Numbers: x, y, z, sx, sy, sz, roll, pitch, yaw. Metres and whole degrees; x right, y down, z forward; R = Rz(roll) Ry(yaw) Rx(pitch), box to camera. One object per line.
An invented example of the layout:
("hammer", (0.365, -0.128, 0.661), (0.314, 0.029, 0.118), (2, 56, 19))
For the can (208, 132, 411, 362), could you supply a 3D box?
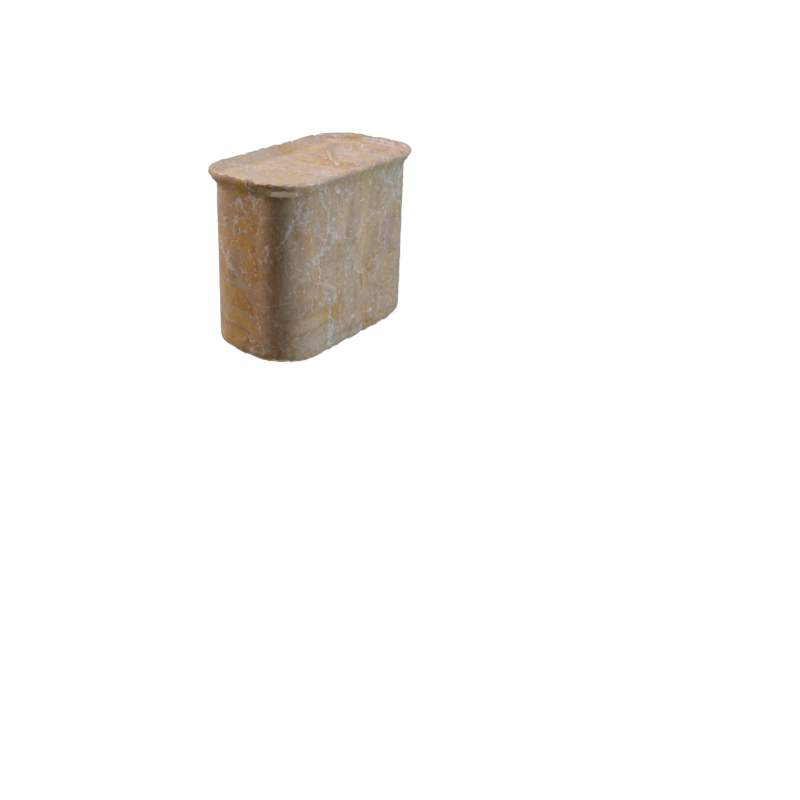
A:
("can", (-0.041, -0.074, 0.522), (0.060, 0.080, 0.101), (15, 27, 32))
